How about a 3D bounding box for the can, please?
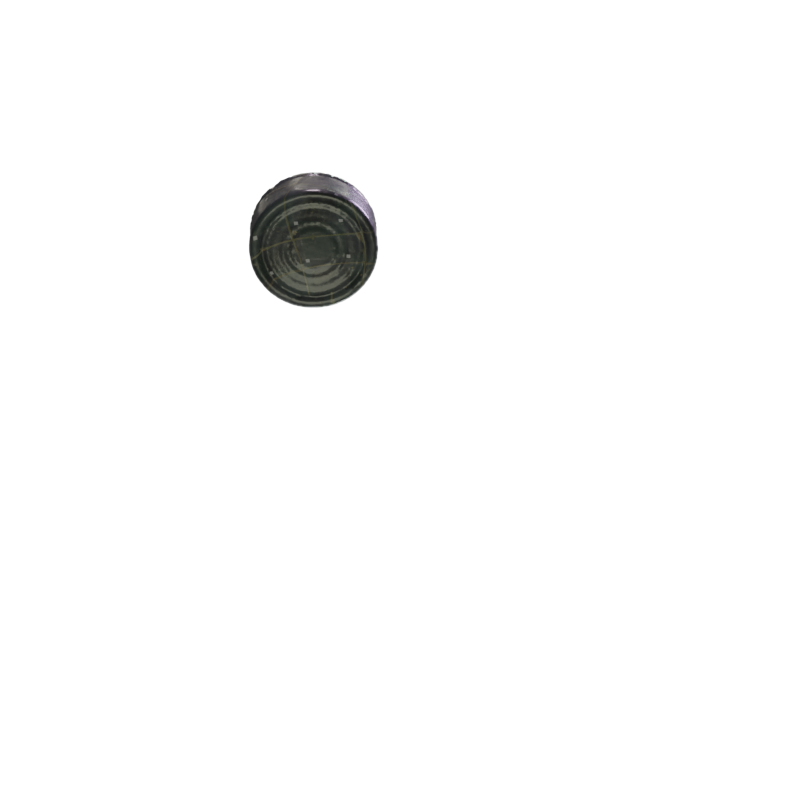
[{"bbox_3d":[-0.057,-0.105,0.734,0.086,0.081,0.035,1,26,-1],"label":"can"}]
